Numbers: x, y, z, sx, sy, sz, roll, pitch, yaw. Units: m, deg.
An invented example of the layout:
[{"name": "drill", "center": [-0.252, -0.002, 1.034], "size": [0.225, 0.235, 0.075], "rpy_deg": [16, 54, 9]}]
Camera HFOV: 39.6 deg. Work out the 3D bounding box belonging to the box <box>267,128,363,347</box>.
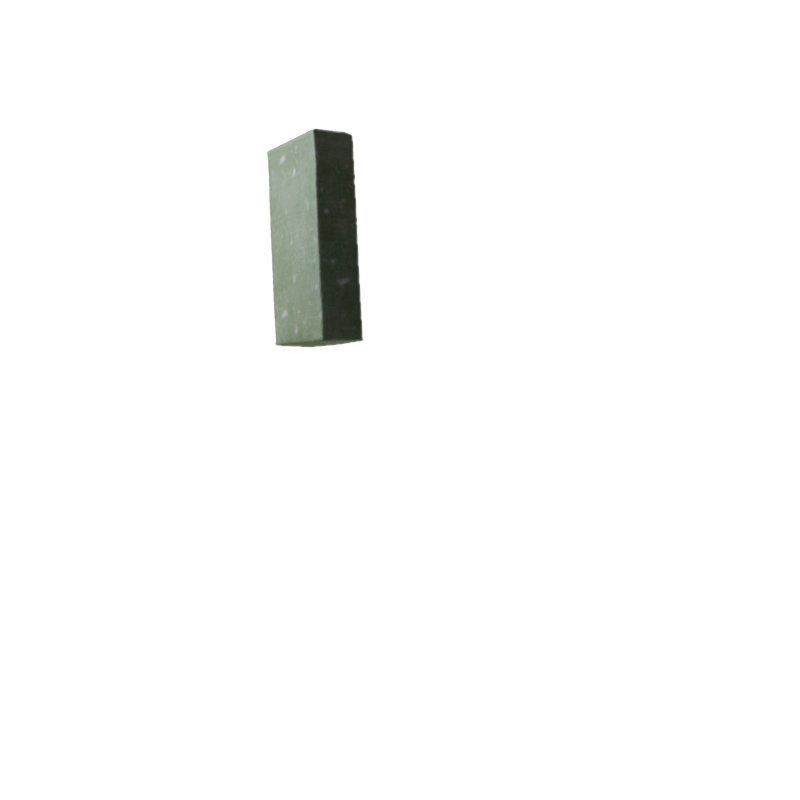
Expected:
[{"name": "box", "center": [-0.074, -0.135, 0.947], "size": [0.046, 0.180, 0.095], "rpy_deg": [4, -8, -31]}]
